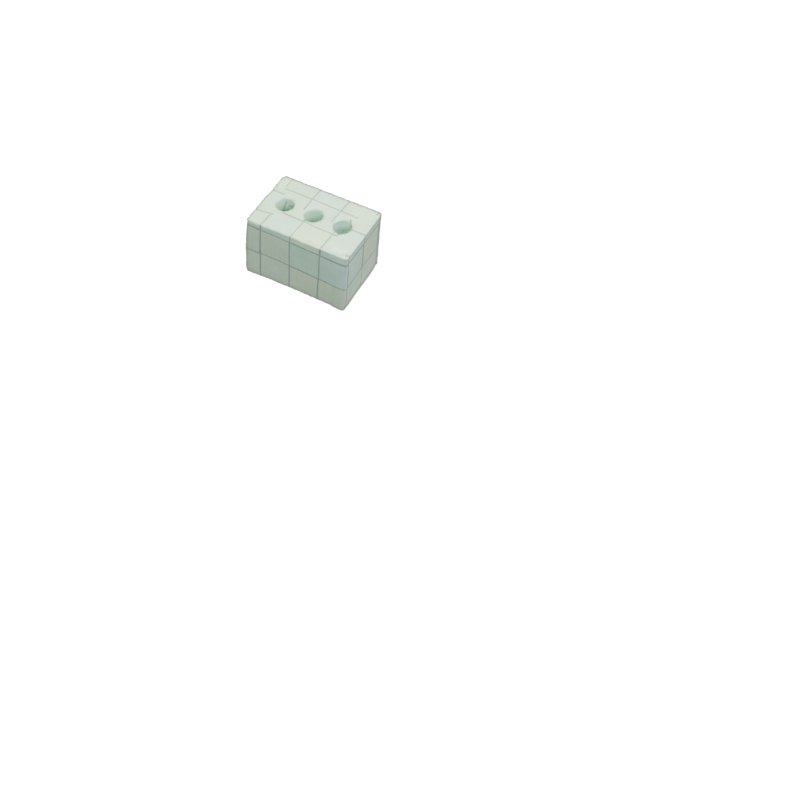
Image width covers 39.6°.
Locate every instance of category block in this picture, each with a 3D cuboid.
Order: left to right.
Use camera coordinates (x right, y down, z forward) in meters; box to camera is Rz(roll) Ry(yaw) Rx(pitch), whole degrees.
[{"bbox_3d":[-0.059,-0.107,0.750,0.081,0.048,0.054,23,52,18],"label":"block"}]
